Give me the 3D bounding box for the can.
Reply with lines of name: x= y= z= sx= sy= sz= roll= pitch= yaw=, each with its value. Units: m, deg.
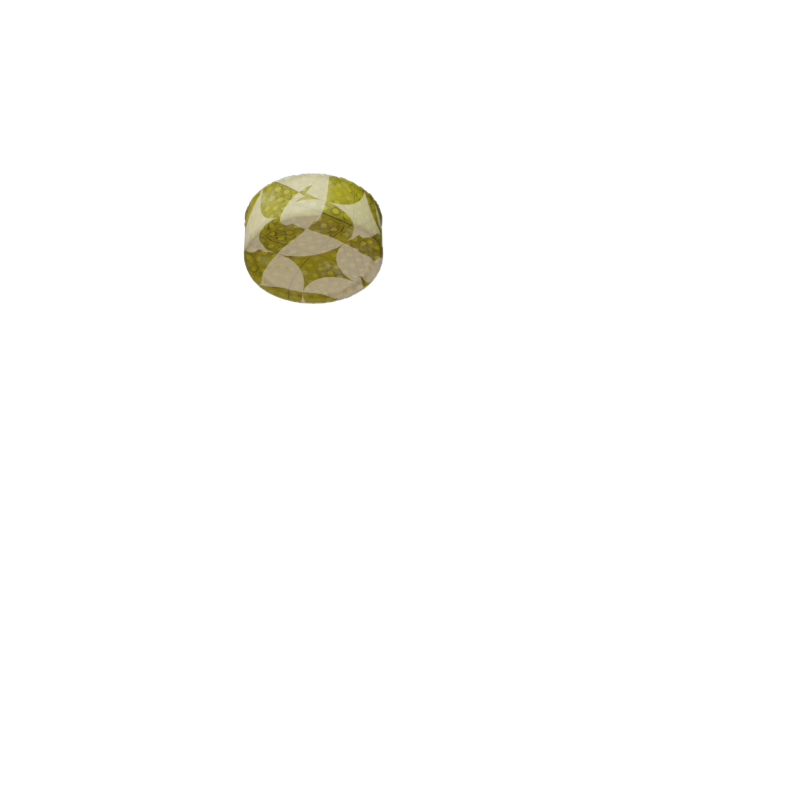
can: x=-0.053 y=-0.097 z=0.677 sx=0.086 sy=0.036 sz=0.080 roll=1 pitch=-37 yaw=-2
